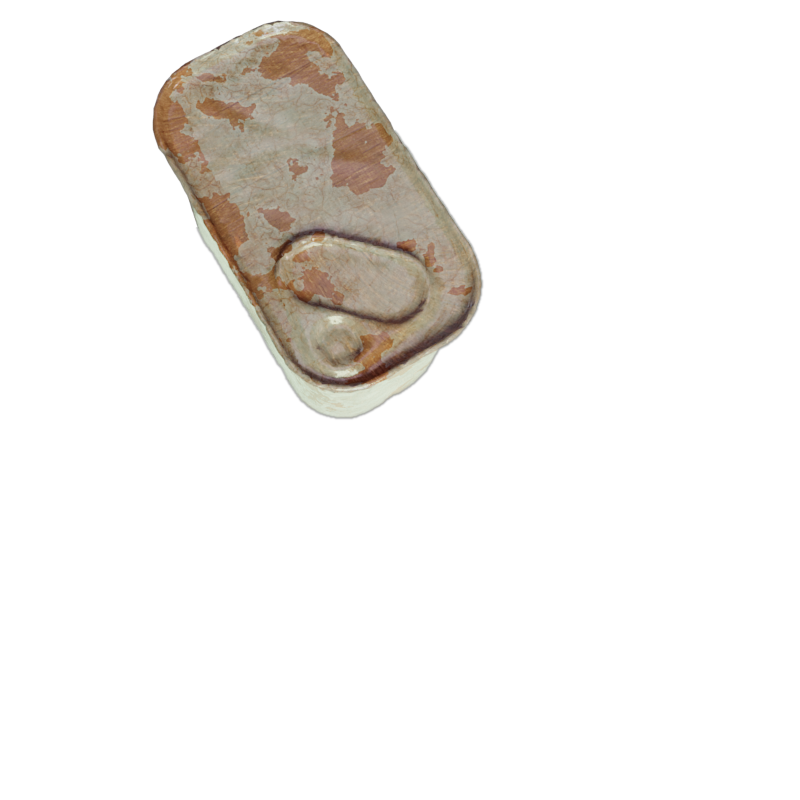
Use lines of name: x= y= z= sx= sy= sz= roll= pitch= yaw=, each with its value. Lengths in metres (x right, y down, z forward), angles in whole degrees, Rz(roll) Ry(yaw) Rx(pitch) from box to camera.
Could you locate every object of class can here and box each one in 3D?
can: x=-0.026 y=-0.047 z=0.330 sx=0.057 sy=0.106 sz=0.081 roll=-30 pitch=-11 yaw=-8
